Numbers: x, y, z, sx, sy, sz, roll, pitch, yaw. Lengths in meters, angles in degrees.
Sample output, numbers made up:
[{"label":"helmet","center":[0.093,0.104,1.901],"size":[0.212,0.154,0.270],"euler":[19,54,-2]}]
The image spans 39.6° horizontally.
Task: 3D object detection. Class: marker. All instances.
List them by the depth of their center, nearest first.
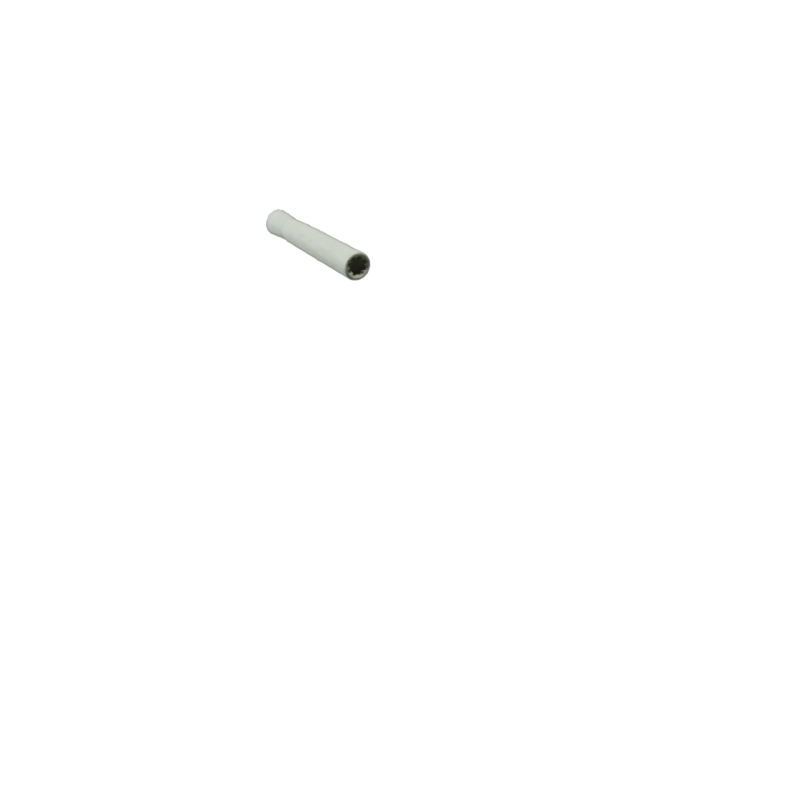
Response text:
[{"label":"marker","center":[-0.058,-0.106,0.739],"size":[0.019,0.019,0.129],"euler":[-2,22,-31]}]
